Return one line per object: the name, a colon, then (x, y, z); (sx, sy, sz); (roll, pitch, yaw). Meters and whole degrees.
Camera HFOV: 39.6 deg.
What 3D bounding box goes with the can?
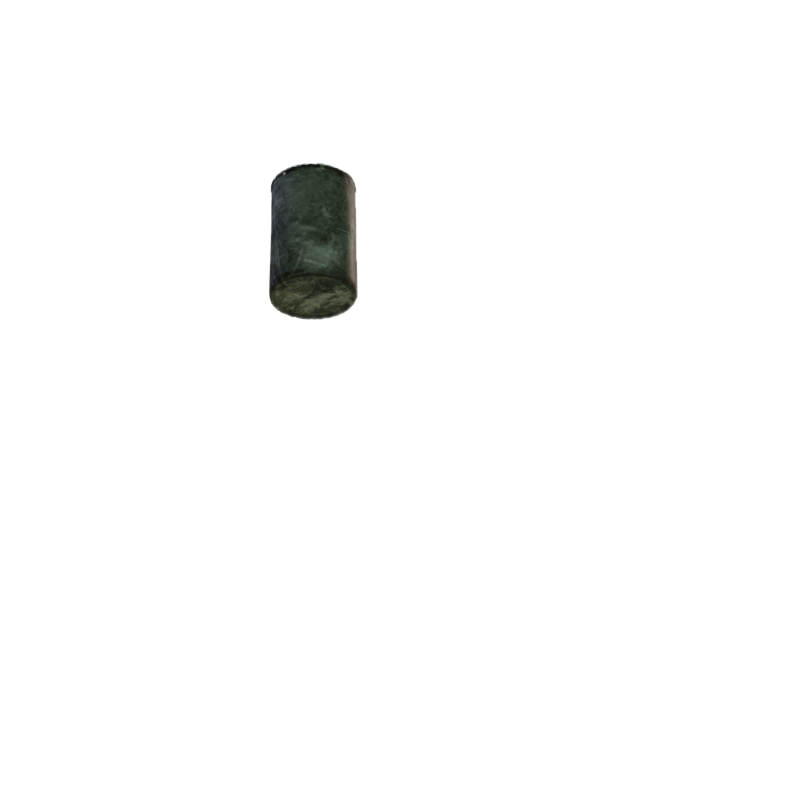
can: (-0.067, -0.122, 0.854); (0.068, 0.109, 0.064); (0, -30, -2)
